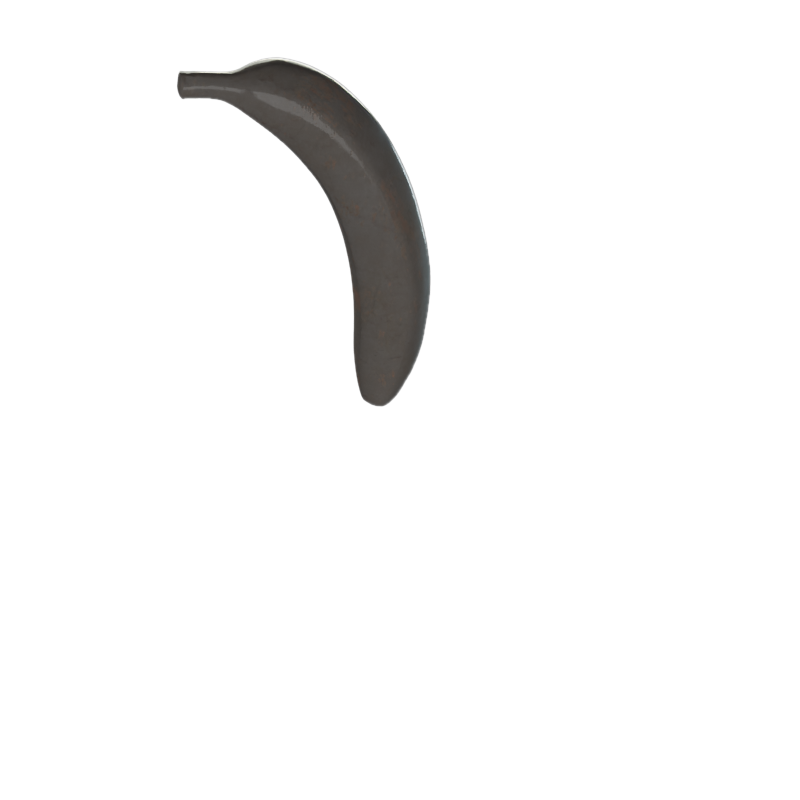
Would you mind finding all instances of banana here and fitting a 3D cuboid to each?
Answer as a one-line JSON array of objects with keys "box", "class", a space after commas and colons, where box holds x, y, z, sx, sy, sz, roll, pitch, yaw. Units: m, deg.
[{"box": [-0.025, -0.083, 0.507, 0.070, 0.185, 0.039, -23, 29, 13], "class": "banana"}]
